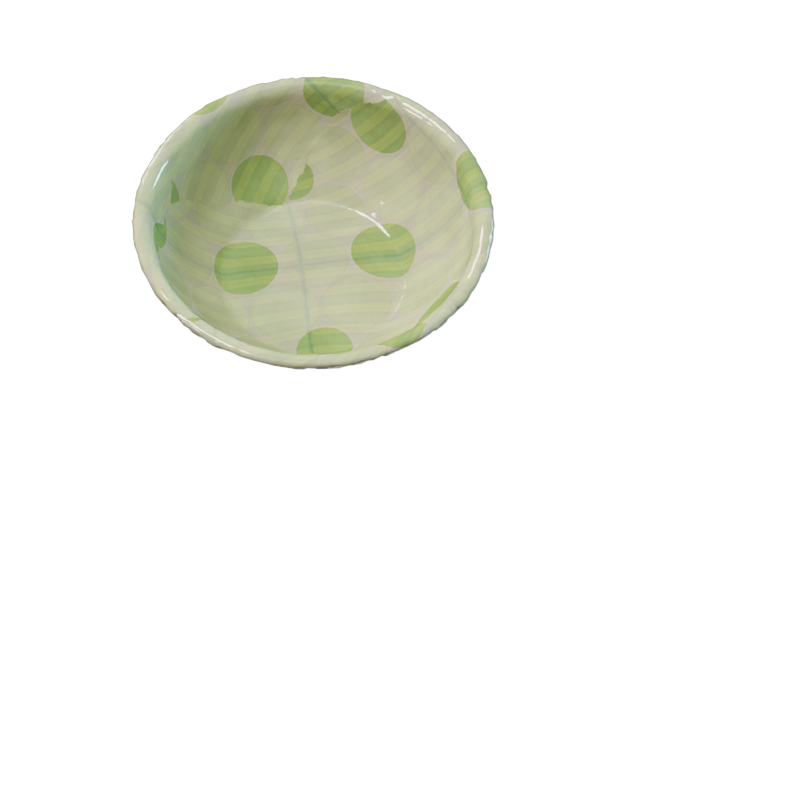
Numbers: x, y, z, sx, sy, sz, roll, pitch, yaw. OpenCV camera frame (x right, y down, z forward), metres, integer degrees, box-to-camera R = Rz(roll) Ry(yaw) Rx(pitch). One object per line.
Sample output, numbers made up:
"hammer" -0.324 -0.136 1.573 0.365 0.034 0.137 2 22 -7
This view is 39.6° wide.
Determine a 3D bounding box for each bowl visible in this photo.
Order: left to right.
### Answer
"bowl" -0.040 -0.074 0.516 0.162 0.173 0.051 -1 -33 -1
